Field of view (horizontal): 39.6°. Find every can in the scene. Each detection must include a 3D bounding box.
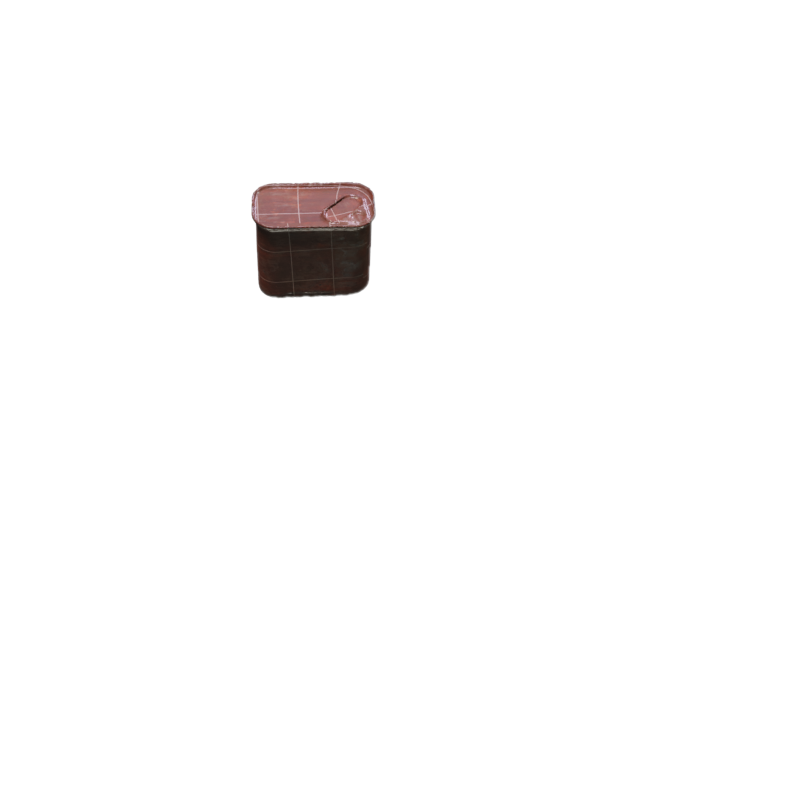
[{"bbox_3d":[-0.073,-0.134,0.939,0.102,0.062,0.078,-1,-45,-3],"label":"can"}]
